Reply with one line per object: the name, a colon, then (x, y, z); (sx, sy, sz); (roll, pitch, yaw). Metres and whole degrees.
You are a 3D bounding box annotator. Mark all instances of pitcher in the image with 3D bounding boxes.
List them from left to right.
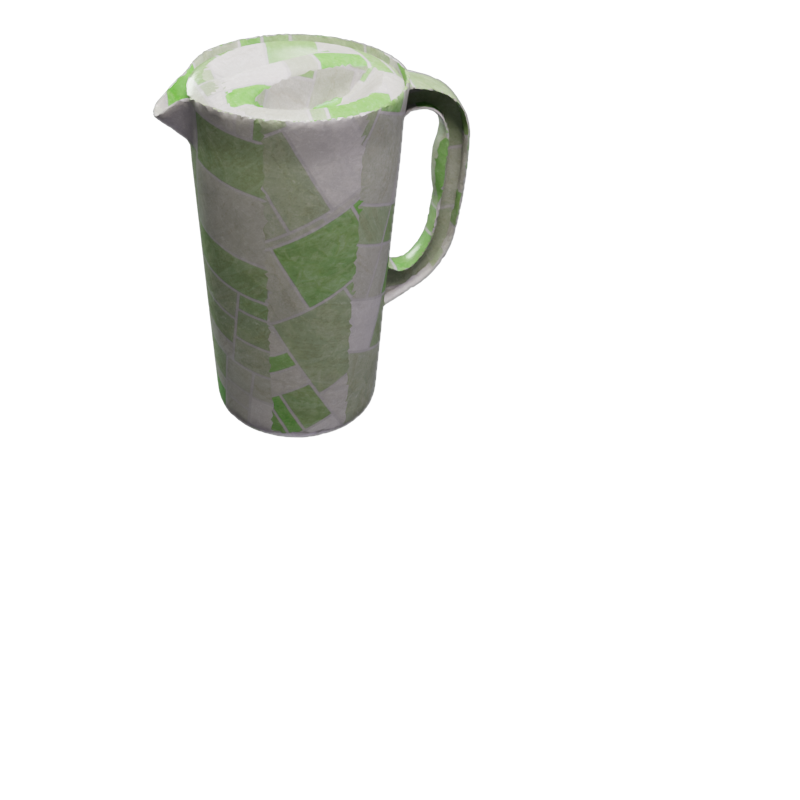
pitcher: (-0.055, -0.100, 0.704); (0.157, 0.228, 0.147); (22, 39, 26)
